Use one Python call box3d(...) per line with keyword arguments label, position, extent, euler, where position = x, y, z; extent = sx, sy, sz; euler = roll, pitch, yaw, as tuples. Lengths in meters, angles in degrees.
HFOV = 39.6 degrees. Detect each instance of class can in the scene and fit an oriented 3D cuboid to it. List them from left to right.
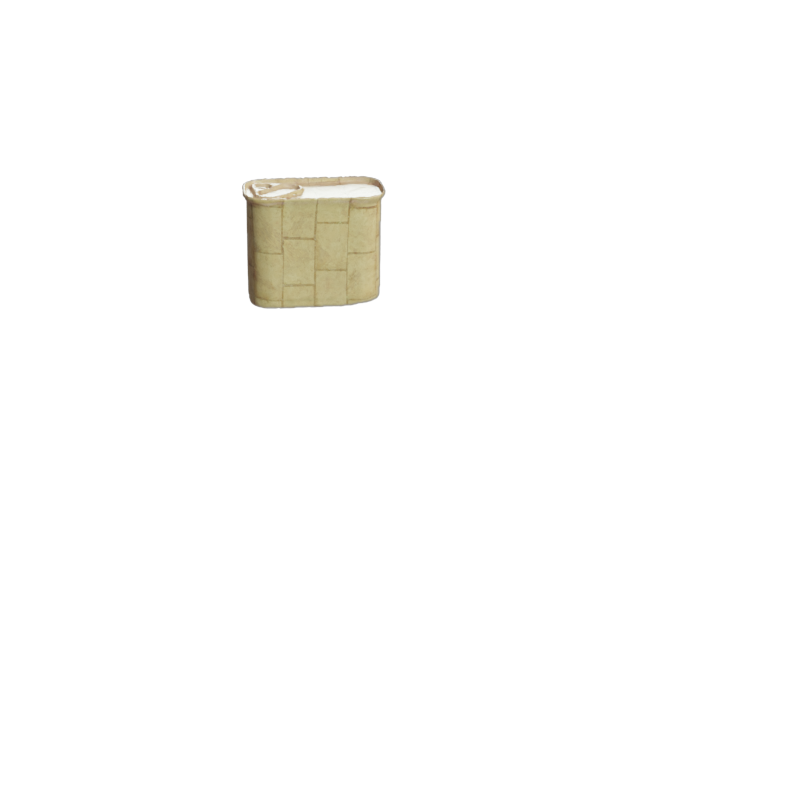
box3d(label="can", position=(-0.063, -0.116, 0.809), extent=(0.101, 0.080, 0.061), euler=(-2, 21, -6))
